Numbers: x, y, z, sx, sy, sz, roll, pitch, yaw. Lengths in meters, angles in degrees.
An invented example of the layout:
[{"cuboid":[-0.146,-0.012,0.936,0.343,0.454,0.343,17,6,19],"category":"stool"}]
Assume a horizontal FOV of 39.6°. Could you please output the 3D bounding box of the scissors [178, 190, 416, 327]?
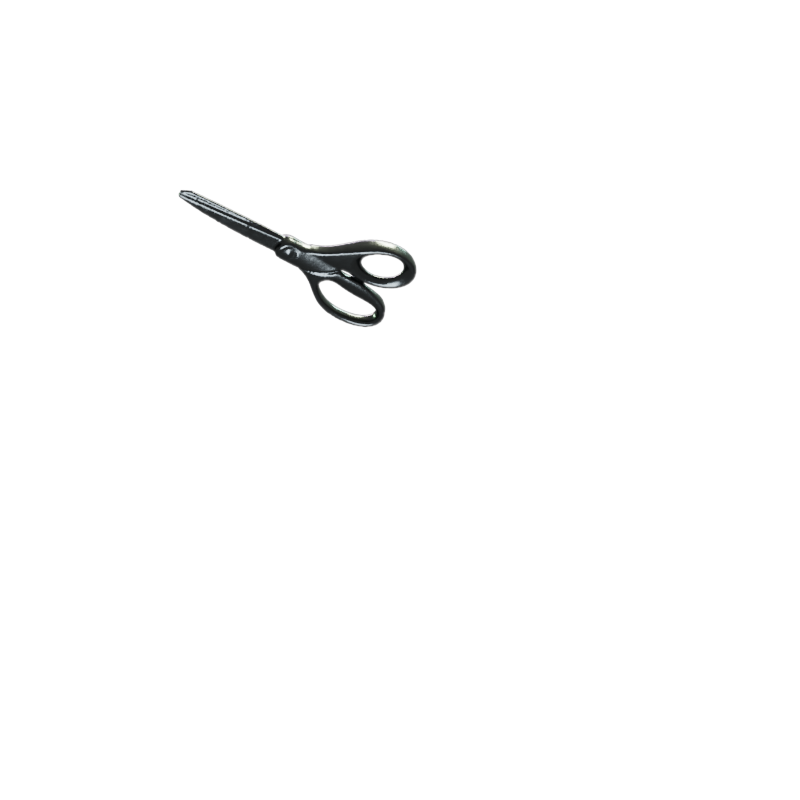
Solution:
[{"cuboid":[-0.067,-0.122,0.853,0.096,0.017,0.188,-29,-50,27],"category":"scissors"}]
